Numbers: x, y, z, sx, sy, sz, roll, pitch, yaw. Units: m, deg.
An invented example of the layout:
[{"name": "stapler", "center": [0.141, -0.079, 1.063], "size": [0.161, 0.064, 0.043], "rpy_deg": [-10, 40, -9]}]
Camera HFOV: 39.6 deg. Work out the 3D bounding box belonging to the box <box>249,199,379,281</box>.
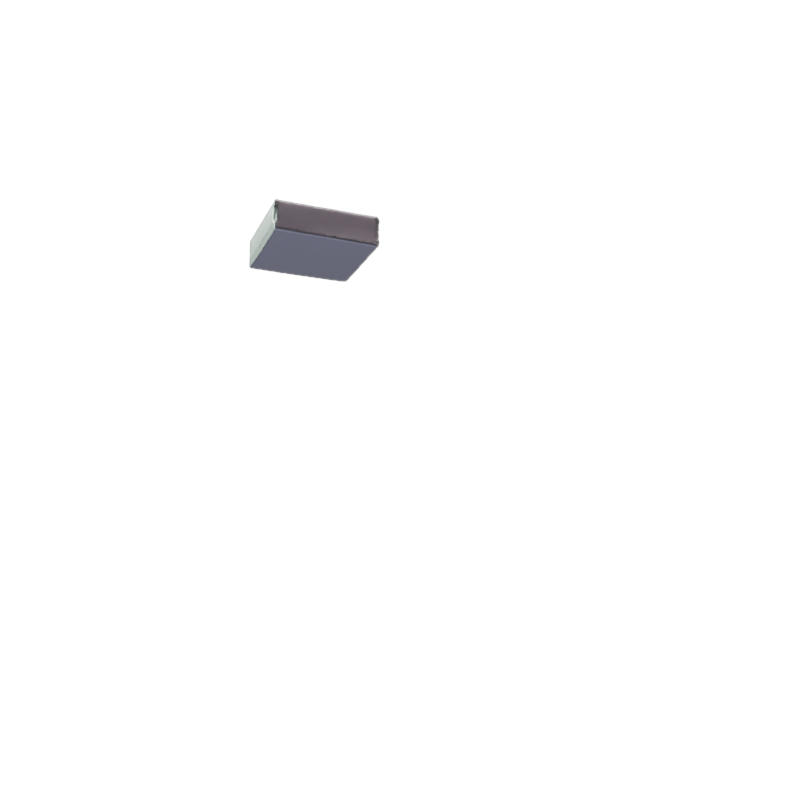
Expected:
[{"name": "box", "center": [-0.070, -0.128, 0.898], "size": [0.087, 0.032, 0.071], "rpy_deg": [7, -23, -19]}]
